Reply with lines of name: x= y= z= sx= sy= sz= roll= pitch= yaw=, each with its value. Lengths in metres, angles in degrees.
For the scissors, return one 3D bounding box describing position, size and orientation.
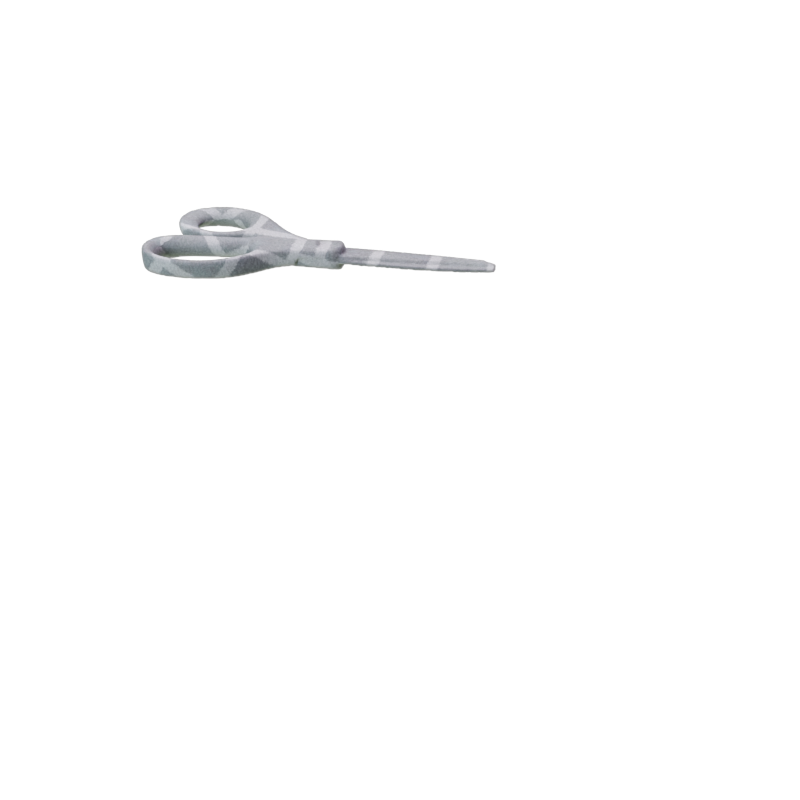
scissors: x=-0.052 y=-0.095 z=0.665 sx=0.201 sy=0.015 sz=0.102 roll=-2 pitch=30 yaw=-4
